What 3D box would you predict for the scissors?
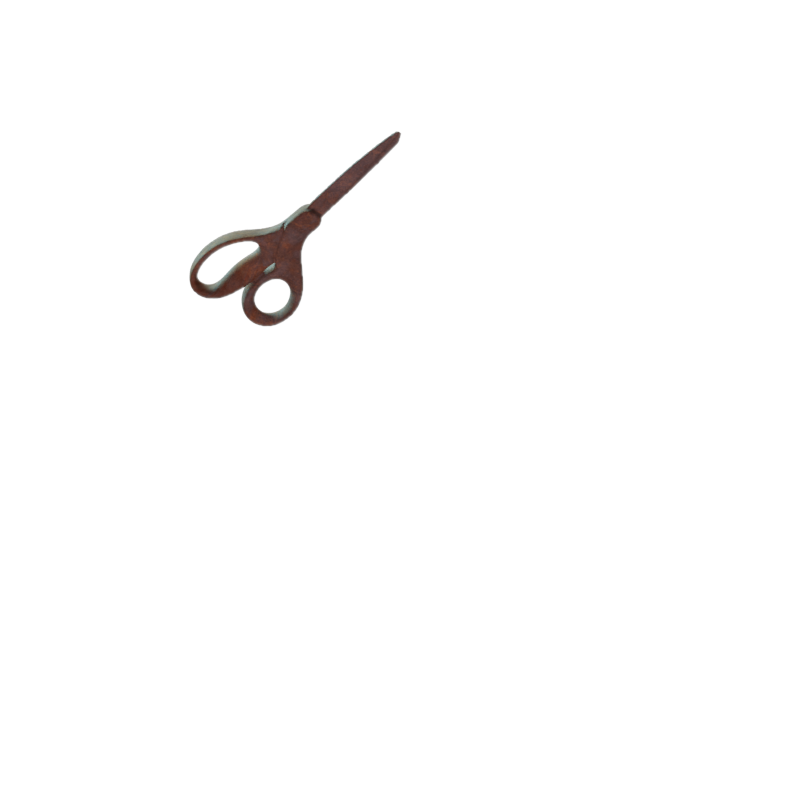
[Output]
[{"bbox_3d":[-0.065,-0.119,0.836,0.202,0.090,0.017,-25,32,17],"label":"scissors"}]
